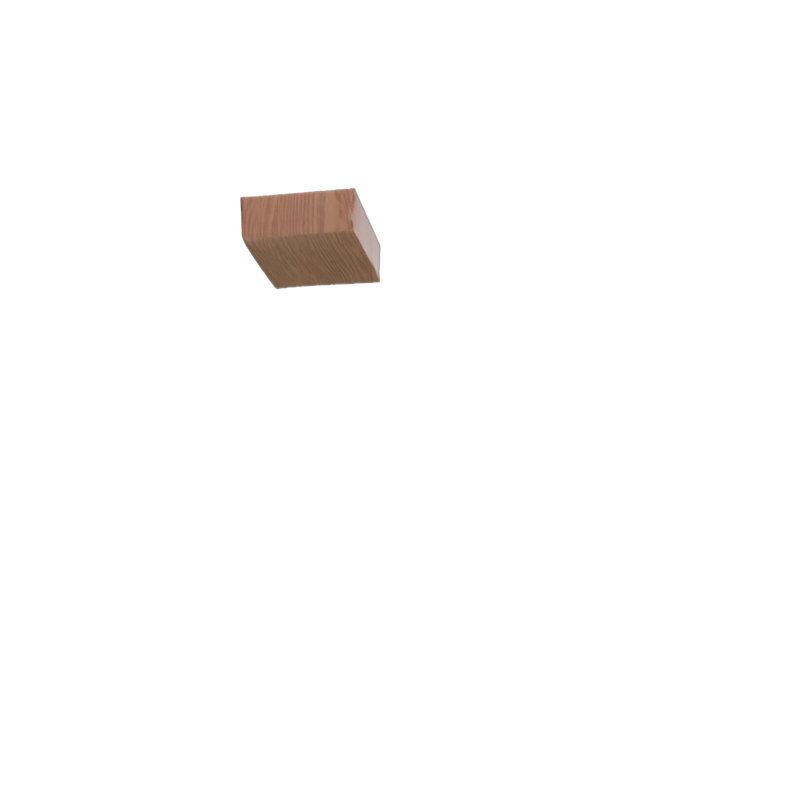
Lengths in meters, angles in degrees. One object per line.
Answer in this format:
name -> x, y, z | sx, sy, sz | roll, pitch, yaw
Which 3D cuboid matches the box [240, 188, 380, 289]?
box -> -0.068, -0.124, 0.867 | 0.091, 0.041, 0.107 | -3, -16, 10
